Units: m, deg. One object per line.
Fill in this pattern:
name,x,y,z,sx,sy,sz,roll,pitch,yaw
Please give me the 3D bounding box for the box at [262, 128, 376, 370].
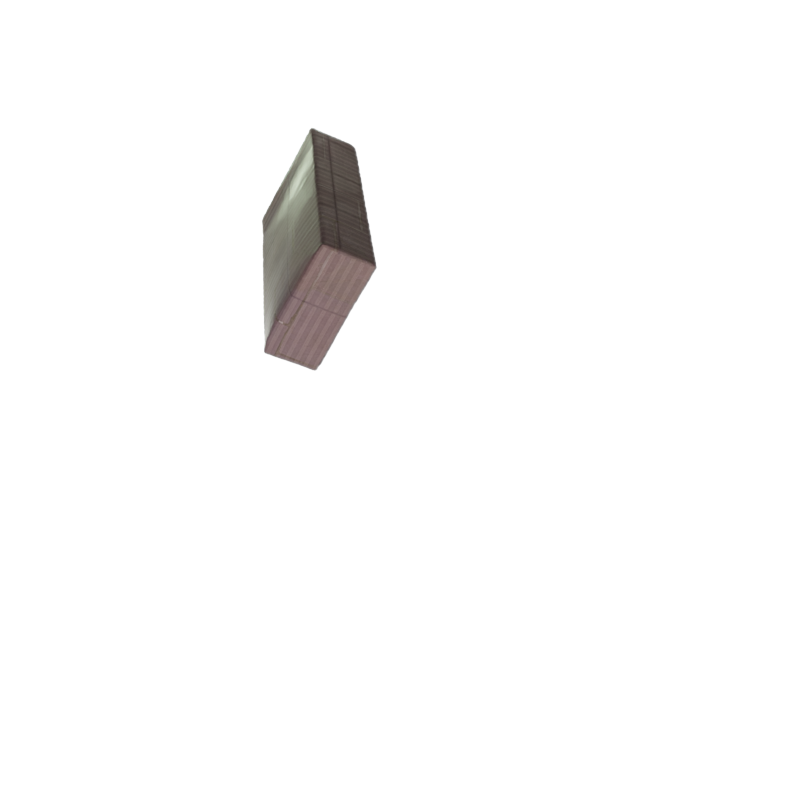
box,-0.061,-0.112,0.781,0.046,0.090,0.188,22,31,-19
